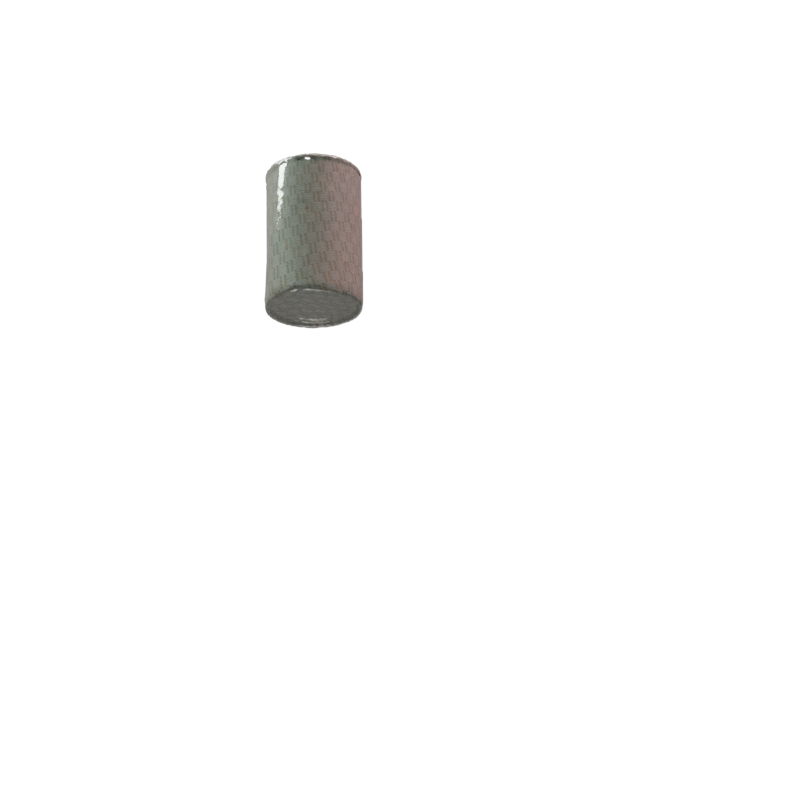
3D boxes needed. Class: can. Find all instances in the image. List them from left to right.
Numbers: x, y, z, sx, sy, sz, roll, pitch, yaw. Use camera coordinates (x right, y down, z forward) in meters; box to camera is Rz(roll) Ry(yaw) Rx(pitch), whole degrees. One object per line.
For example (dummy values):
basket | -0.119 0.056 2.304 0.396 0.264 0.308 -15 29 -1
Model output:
can | -0.060 -0.109 0.760 0.068 0.108 0.065 0 -24 -2
